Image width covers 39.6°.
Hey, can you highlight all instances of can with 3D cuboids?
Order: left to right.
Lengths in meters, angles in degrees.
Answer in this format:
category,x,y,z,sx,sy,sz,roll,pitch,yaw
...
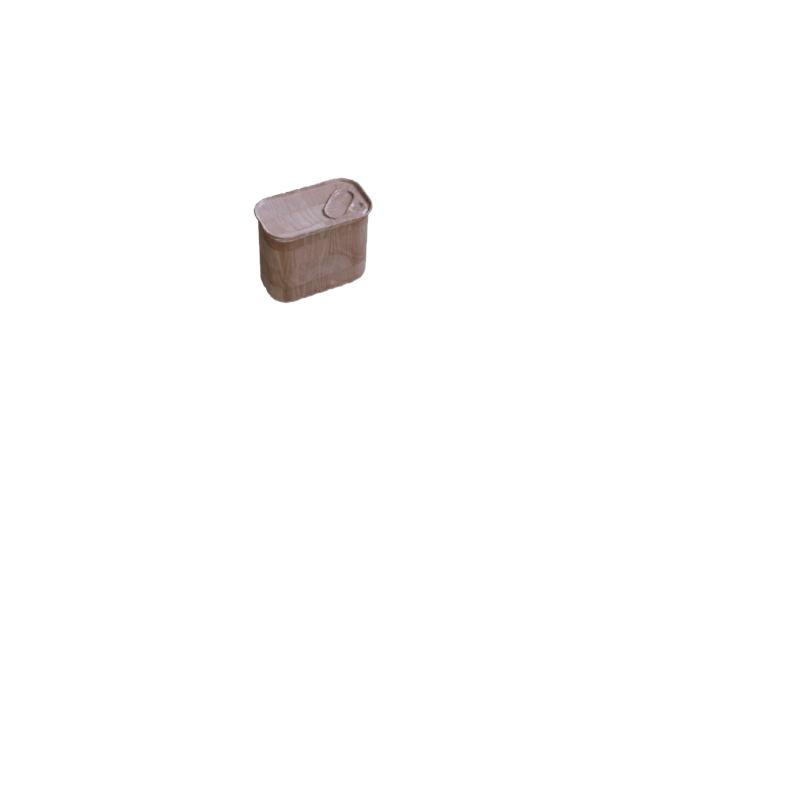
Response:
category,x,y,z,sx,sy,sz,roll,pitch,yaw
can,-0.078,-0.142,0.997,0.101,0.078,0.062,-19,50,-19
